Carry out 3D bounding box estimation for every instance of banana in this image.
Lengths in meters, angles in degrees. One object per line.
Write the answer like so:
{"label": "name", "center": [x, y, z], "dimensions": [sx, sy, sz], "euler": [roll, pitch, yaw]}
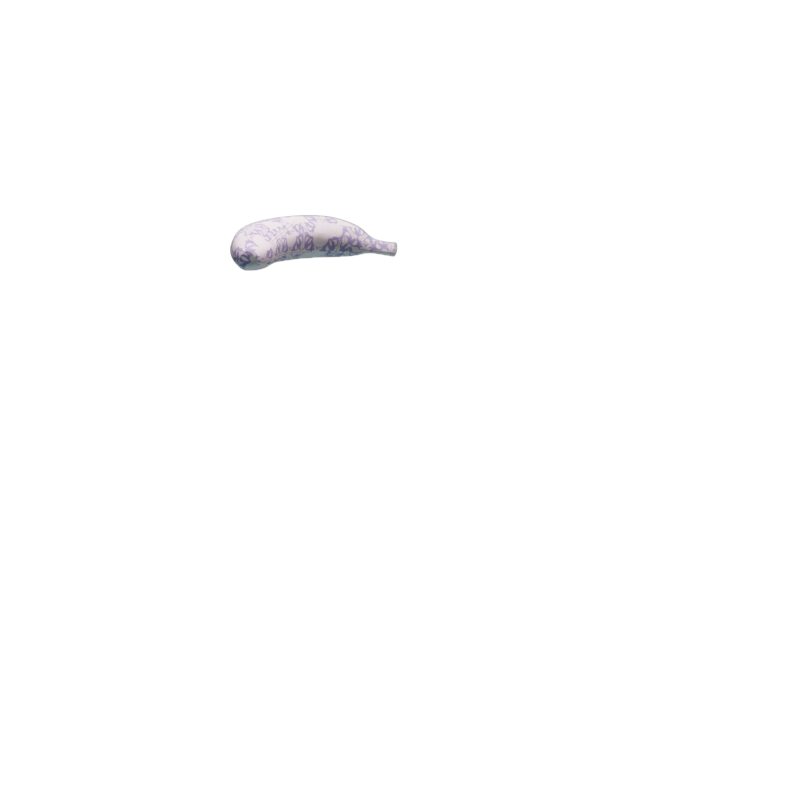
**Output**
{"label": "banana", "center": [-0.081, -0.127, 0.879], "dimensions": [0.073, 0.036, 0.193], "euler": [7, 14, 33]}
